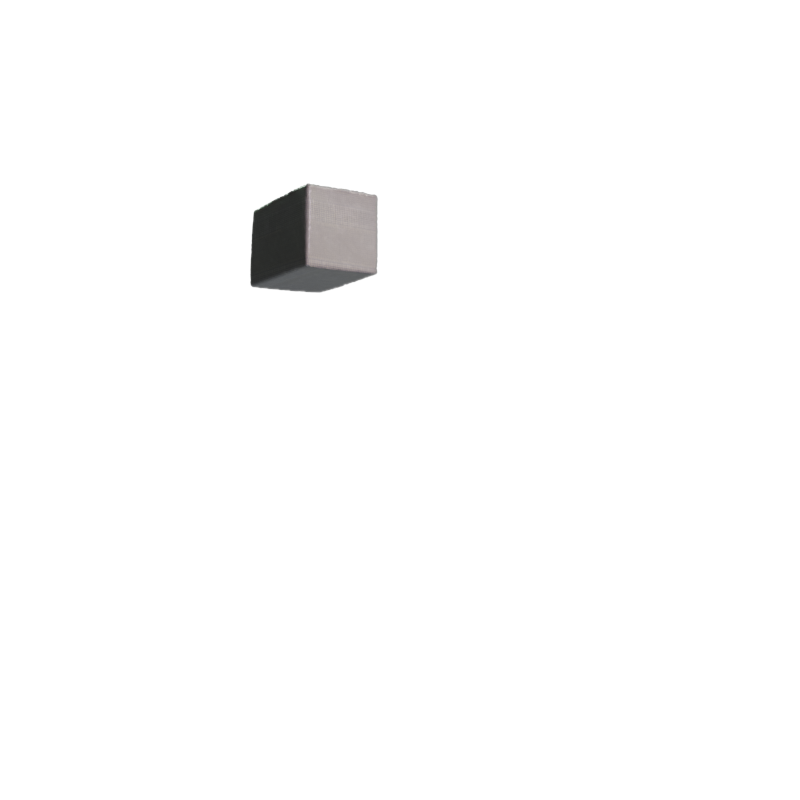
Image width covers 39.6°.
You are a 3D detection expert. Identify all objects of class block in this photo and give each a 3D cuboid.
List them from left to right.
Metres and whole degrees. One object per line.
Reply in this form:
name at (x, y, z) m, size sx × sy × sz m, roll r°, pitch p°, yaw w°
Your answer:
block at (-0.055, -0.101, 0.706) m, size 0.051 × 0.053 × 0.079 m, roll 5°, pitch -10°, yaw -32°
